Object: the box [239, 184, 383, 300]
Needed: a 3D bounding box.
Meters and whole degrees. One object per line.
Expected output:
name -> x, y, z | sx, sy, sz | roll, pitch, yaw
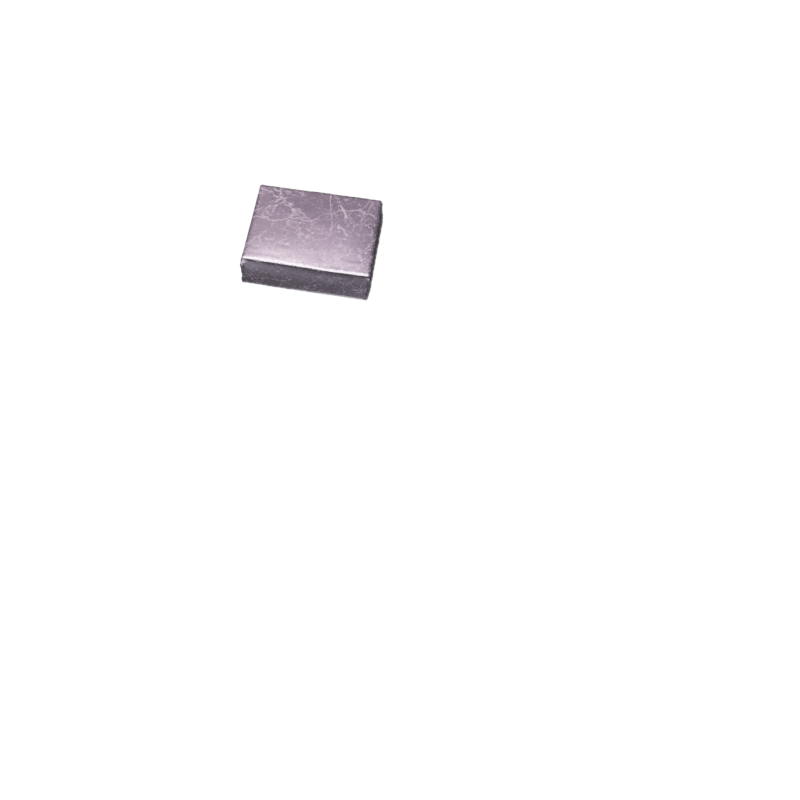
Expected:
box -> -0.075, -0.138, 0.964 | 0.114, 0.096, 0.036 | 6, -39, 5
